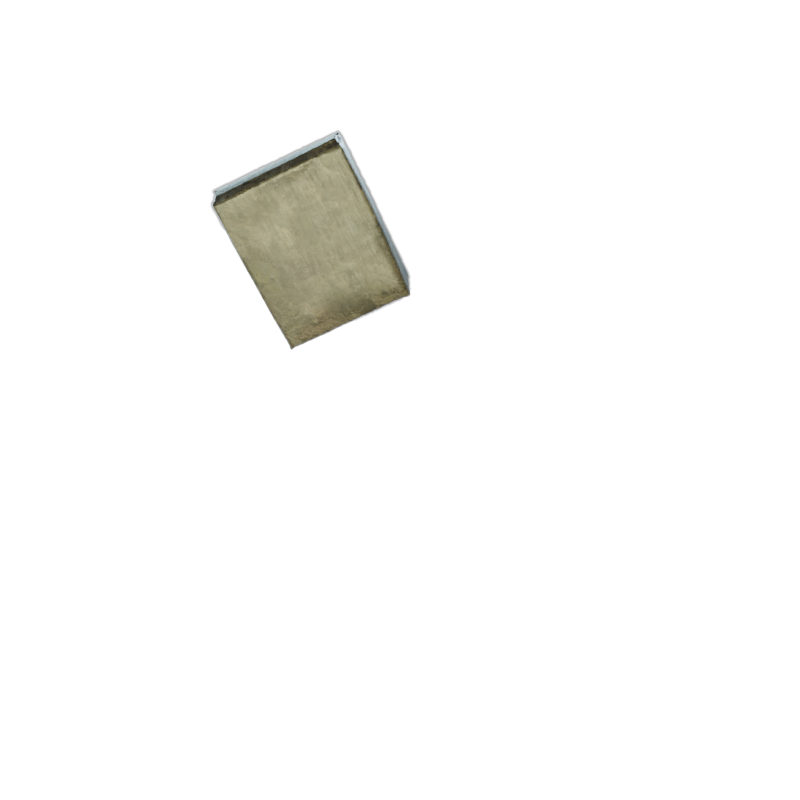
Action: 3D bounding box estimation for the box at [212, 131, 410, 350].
[{"bbox_3d":[-0.055,-0.101,0.705,0.090,0.108,0.041,-24,18,8],"label":"box"}]
